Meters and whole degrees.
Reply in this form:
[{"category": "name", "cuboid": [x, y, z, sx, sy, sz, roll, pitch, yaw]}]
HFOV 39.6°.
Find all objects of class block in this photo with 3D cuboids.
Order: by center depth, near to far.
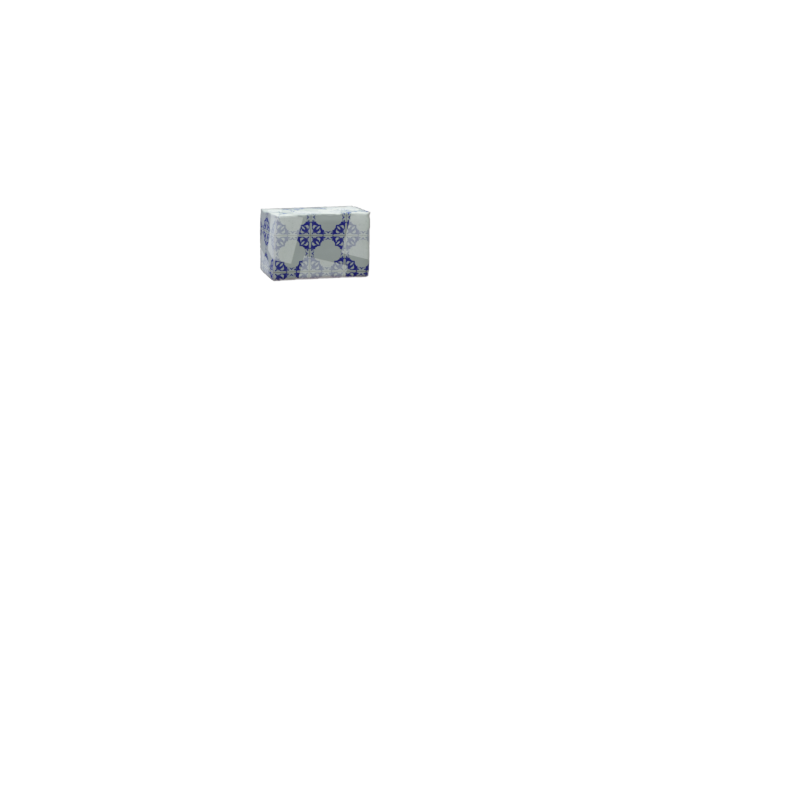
[{"category": "block", "cuboid": [-0.068, -0.124, 0.869, 0.076, 0.050, 0.055, -4, 14, -17]}]
